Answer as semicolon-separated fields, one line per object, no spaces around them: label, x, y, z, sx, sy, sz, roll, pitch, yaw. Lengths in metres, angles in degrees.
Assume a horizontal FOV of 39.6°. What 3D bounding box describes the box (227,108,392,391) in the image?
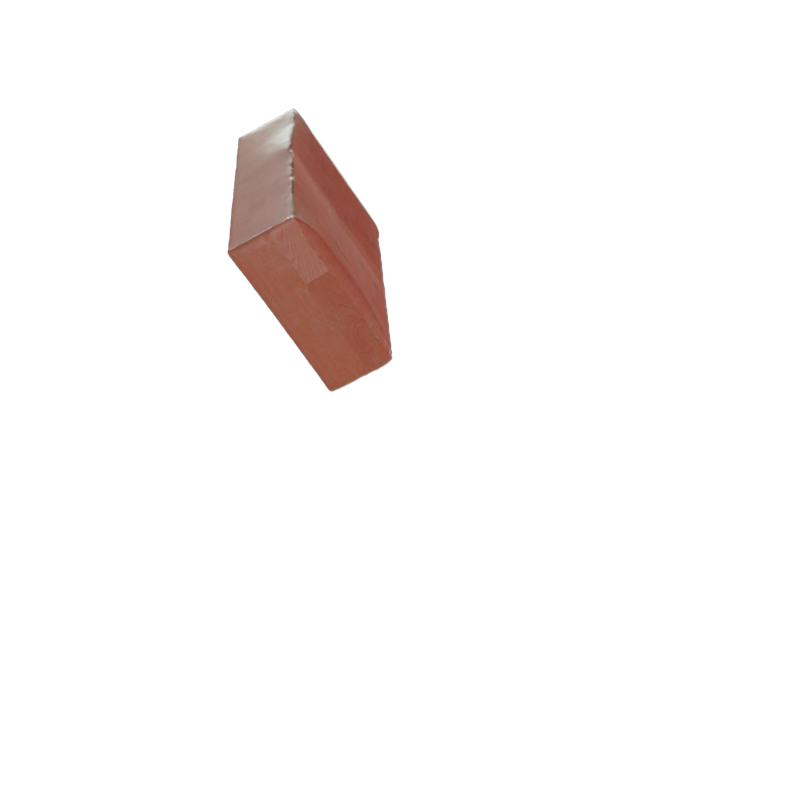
box;-0.076;-0.139;0.976;0.072;0.153;0.228;-27;32;15
